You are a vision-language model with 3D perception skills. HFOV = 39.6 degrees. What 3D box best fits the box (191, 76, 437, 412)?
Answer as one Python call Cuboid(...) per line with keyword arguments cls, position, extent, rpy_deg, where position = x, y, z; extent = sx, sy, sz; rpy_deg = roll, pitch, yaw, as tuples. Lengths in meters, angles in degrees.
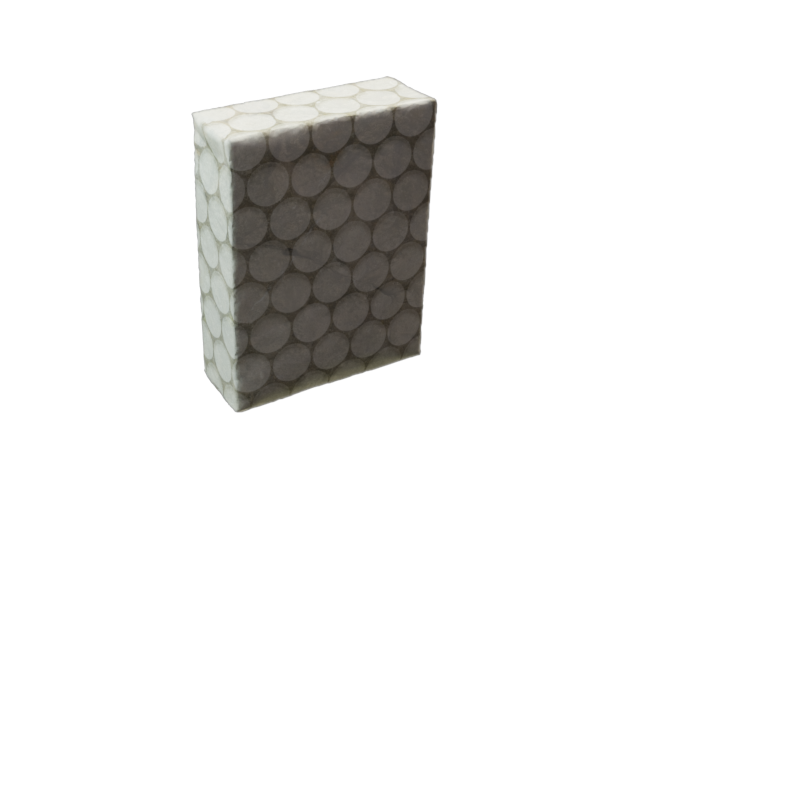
Cuboid(cls="box", position=(-0.063, -0.115, 0.807), extent=(0.162, 0.201, 0.077), rpy_deg=(-16, 34, -28))
